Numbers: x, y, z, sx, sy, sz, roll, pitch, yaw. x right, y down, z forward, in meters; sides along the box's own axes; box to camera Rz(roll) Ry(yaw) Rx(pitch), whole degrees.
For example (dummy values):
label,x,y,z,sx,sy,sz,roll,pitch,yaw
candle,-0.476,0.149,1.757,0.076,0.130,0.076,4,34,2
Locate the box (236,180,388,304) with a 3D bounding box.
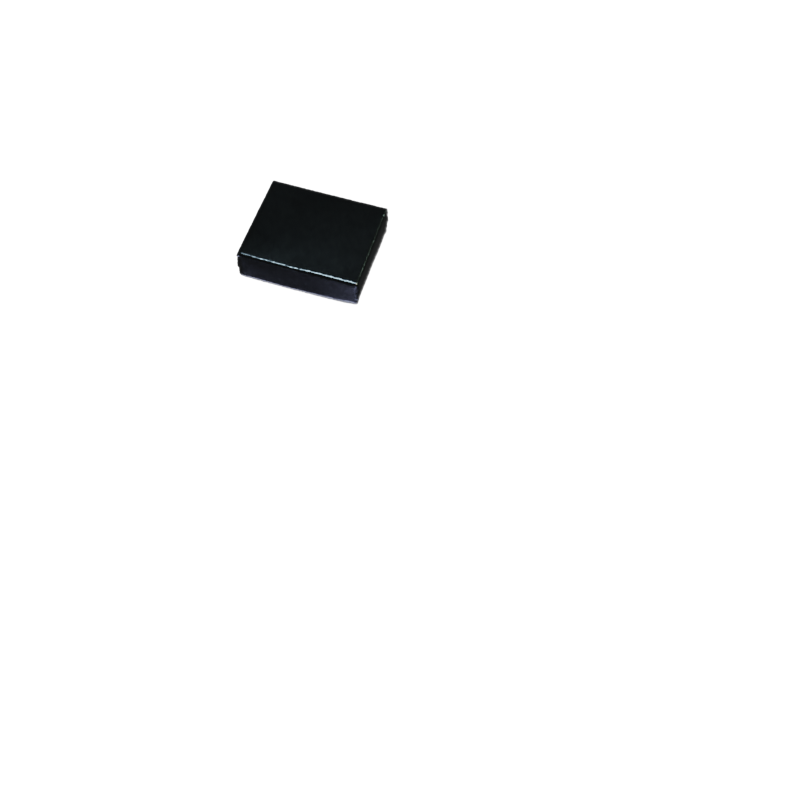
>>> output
label,x,y,z,sx,sy,sz,roll,pitch,yaw
box,-0.077,-0.140,0.983,0.116,0.094,0.036,16,-32,10
